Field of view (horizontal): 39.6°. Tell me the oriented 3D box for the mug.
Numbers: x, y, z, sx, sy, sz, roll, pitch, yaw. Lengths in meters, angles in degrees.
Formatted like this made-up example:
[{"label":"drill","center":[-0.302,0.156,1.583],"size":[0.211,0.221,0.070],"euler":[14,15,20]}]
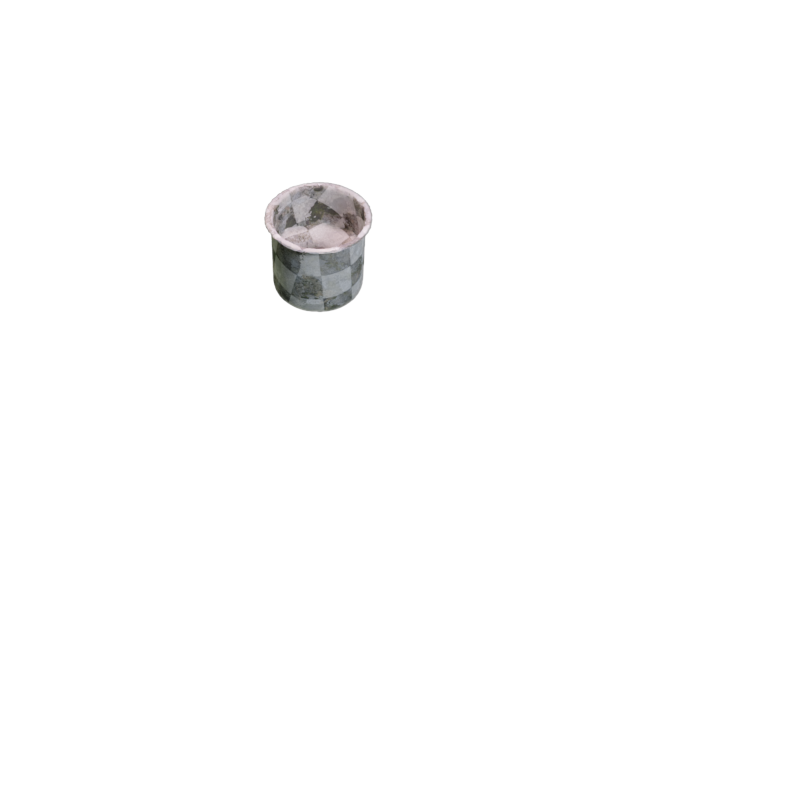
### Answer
[{"label":"mug","center":[-0.077,-0.141,0.987],"size":[0.092,0.076,0.127],"euler":[-16,49,-17]}]
